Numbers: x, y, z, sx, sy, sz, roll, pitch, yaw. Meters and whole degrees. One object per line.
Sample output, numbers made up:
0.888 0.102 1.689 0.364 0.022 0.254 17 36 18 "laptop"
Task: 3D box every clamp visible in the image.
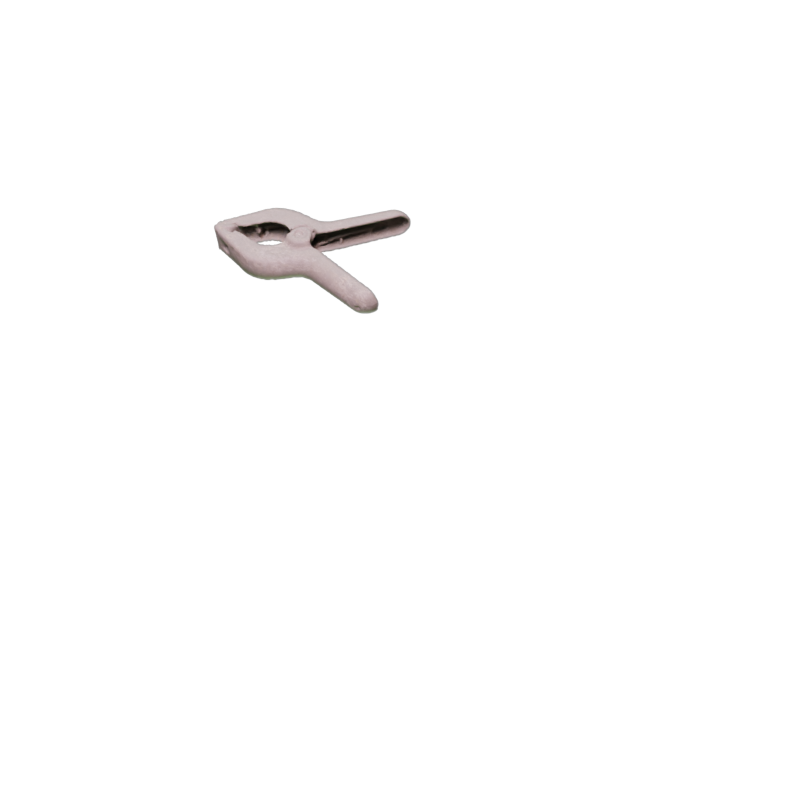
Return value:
-0.077 -0.140 0.978 0.178 0.037 0.124 18 45 19 "clamp"
